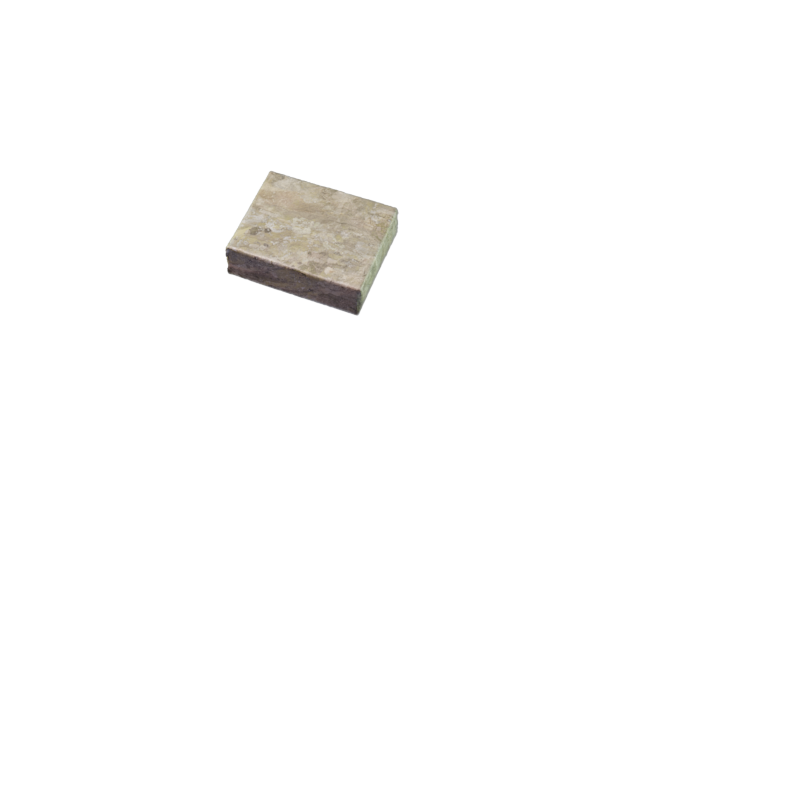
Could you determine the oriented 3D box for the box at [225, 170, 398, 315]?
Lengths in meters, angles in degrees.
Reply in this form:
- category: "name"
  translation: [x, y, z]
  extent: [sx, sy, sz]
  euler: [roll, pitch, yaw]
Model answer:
- category: "box"
  translation: [-0.068, -0.124, 0.868]
  extent: [0.116, 0.094, 0.036]
  euler: [16, -37, 12]
